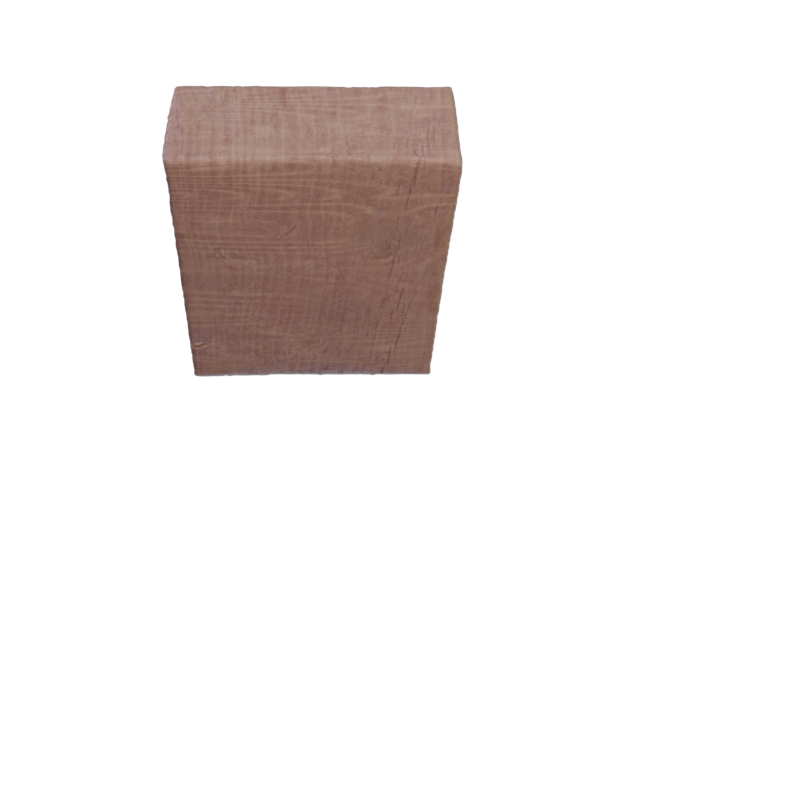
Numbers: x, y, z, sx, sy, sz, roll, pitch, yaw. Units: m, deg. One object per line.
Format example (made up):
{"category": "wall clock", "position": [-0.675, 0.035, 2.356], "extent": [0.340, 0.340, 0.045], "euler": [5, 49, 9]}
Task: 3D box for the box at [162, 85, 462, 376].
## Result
{"category": "box", "position": [-0.054, -0.099, 0.695], "extent": [0.164, 0.077, 0.200], "euler": [1, -35, -2]}
